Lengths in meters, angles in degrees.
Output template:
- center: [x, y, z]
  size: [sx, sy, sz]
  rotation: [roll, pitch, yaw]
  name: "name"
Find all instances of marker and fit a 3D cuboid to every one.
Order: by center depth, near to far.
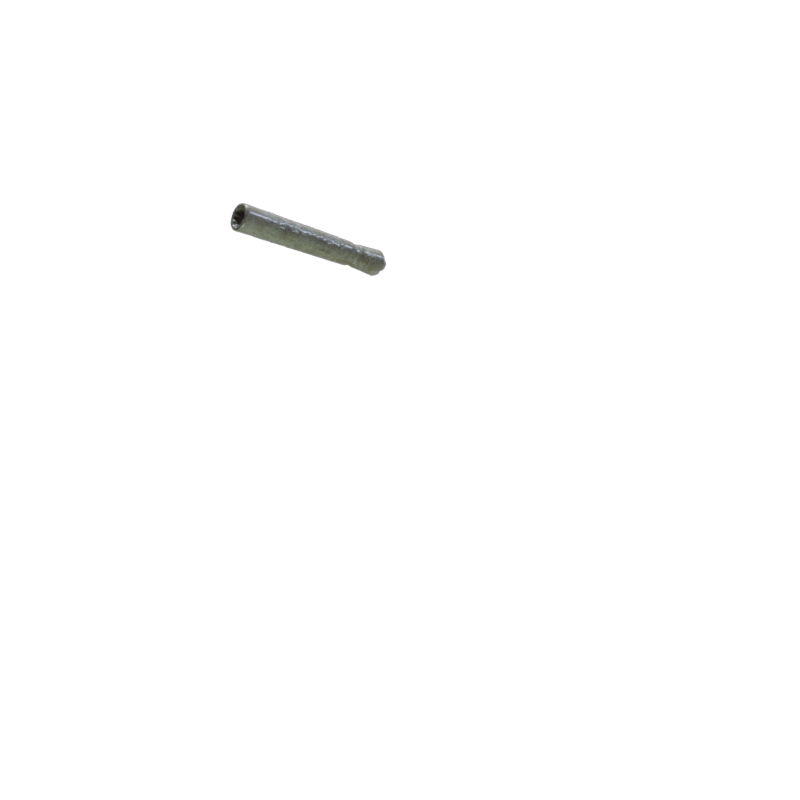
- center: [-0.058, -0.106, 0.739]
  size: [0.115, 0.020, 0.021]
  rotation: [14, -5, -35]
  name: "marker"
